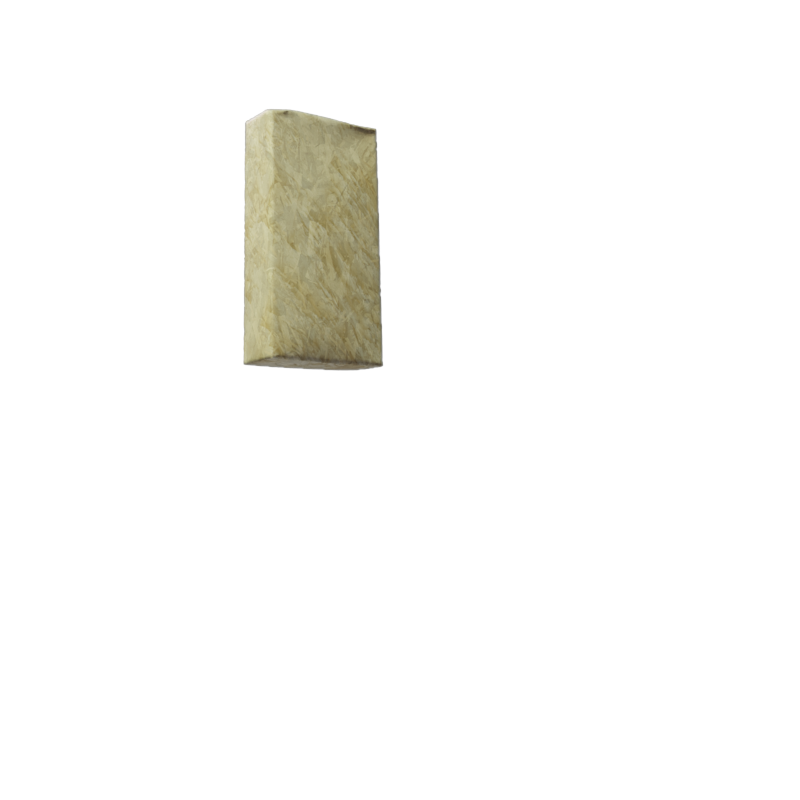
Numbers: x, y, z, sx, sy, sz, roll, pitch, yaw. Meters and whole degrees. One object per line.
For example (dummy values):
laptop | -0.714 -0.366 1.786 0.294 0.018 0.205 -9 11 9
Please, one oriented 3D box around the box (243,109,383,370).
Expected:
box | -0.061 -0.111 0.777 0.089 0.181 0.049 6 -13 -33
